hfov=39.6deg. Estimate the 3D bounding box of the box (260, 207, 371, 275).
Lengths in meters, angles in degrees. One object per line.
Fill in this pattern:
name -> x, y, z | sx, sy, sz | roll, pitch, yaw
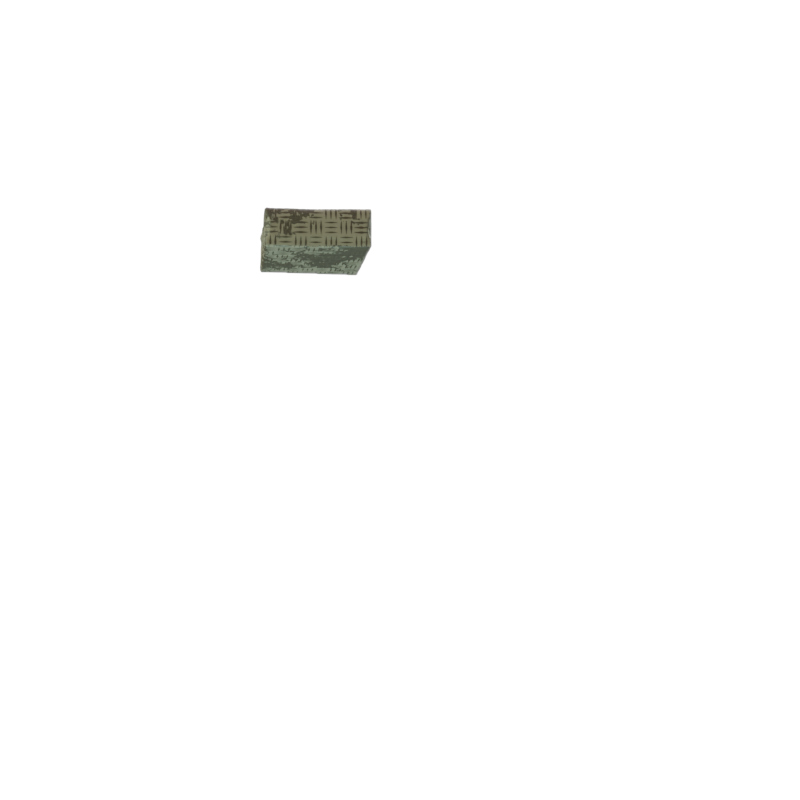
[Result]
box -> -0.062, -0.112, 0.786 | 0.072, 0.031, 0.088 | 1, -7, -7
